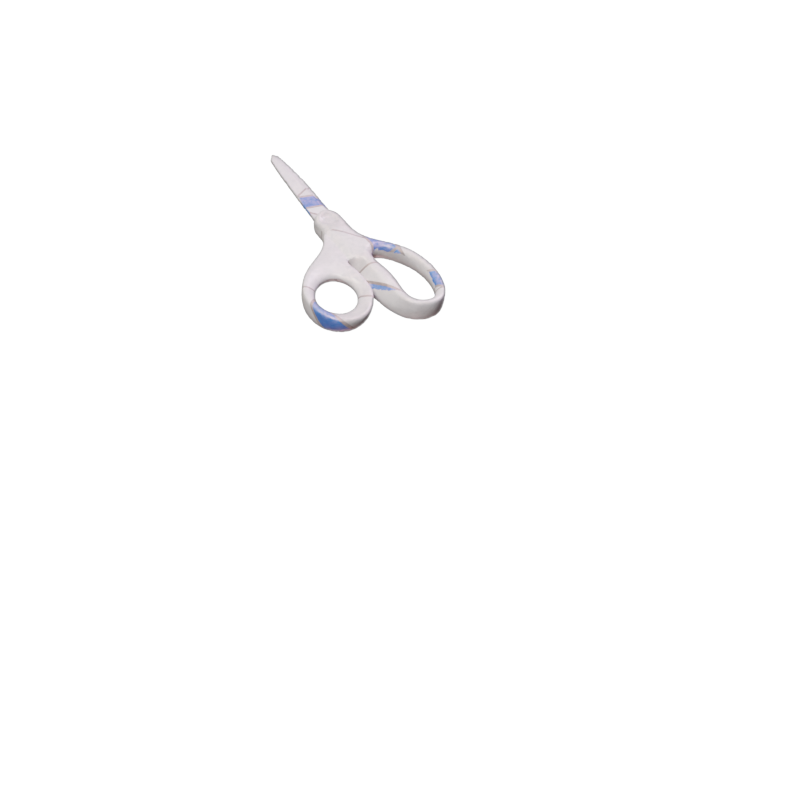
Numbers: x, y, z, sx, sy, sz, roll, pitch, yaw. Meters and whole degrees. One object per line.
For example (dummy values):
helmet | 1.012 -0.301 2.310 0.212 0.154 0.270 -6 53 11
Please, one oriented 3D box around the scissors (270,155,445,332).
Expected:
scissors | -0.057 -0.104 0.729 0.096 0.015 0.216 -29 49 -29
